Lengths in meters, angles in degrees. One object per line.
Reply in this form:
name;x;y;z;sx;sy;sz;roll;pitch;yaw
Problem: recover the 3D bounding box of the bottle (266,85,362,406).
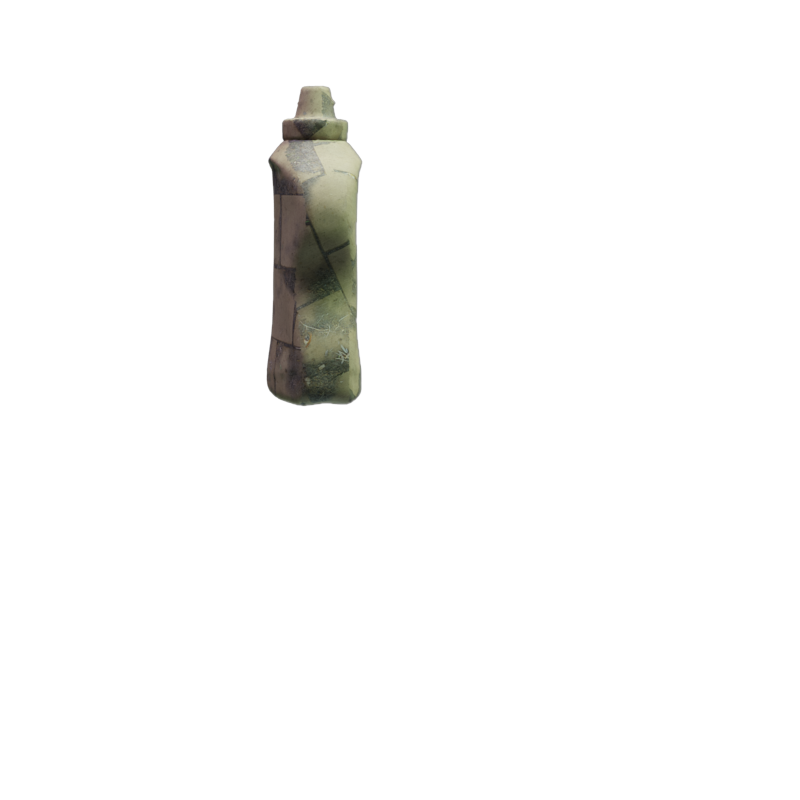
bottle;-0.054;-0.099;0.690;0.058;0.190;0.098;0;5;-10
